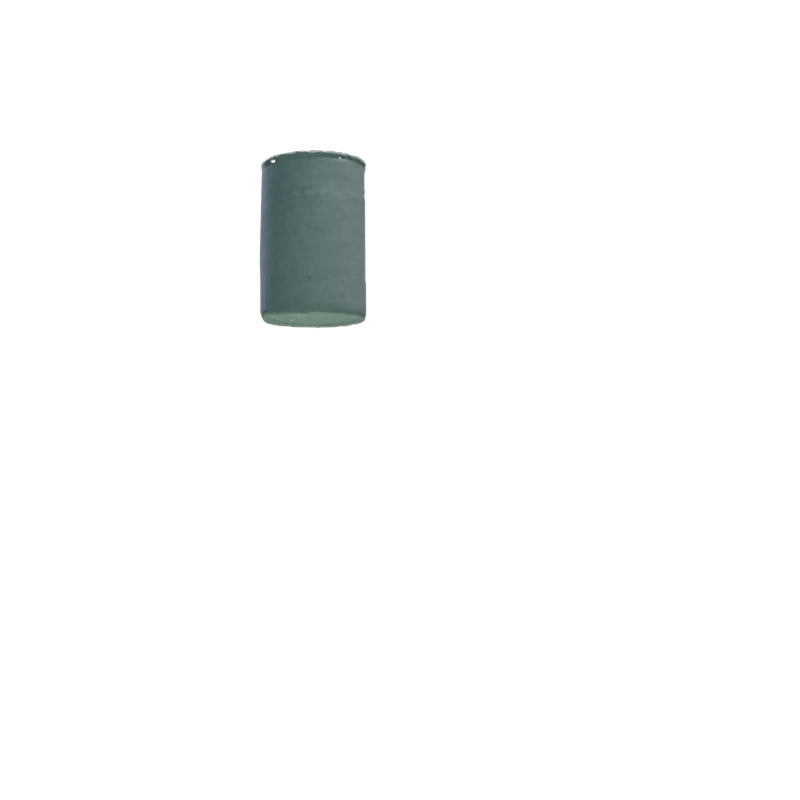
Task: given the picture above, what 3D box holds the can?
[{"bbox_3d":[-0.055,-0.101,0.706,0.068,0.105,0.067,0,-10,-2],"label":"can"}]
